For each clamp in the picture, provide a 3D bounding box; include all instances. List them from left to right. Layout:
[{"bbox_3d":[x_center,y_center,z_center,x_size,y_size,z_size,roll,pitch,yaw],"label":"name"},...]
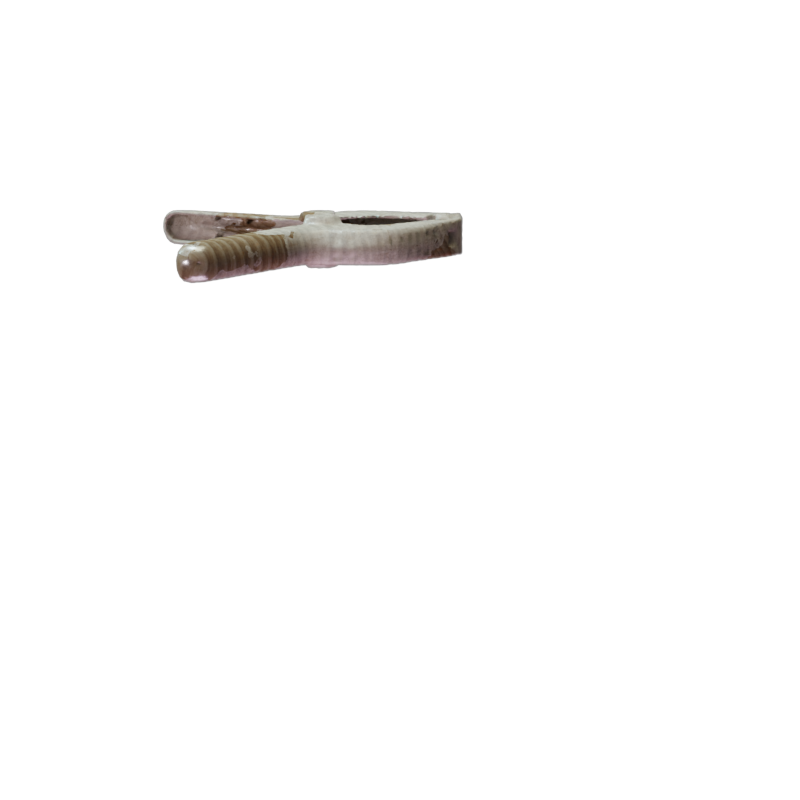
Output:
[{"bbox_3d":[-0.058,-0.106,0.743,0.209,0.035,0.171,-2,18,-5],"label":"clamp"}]
